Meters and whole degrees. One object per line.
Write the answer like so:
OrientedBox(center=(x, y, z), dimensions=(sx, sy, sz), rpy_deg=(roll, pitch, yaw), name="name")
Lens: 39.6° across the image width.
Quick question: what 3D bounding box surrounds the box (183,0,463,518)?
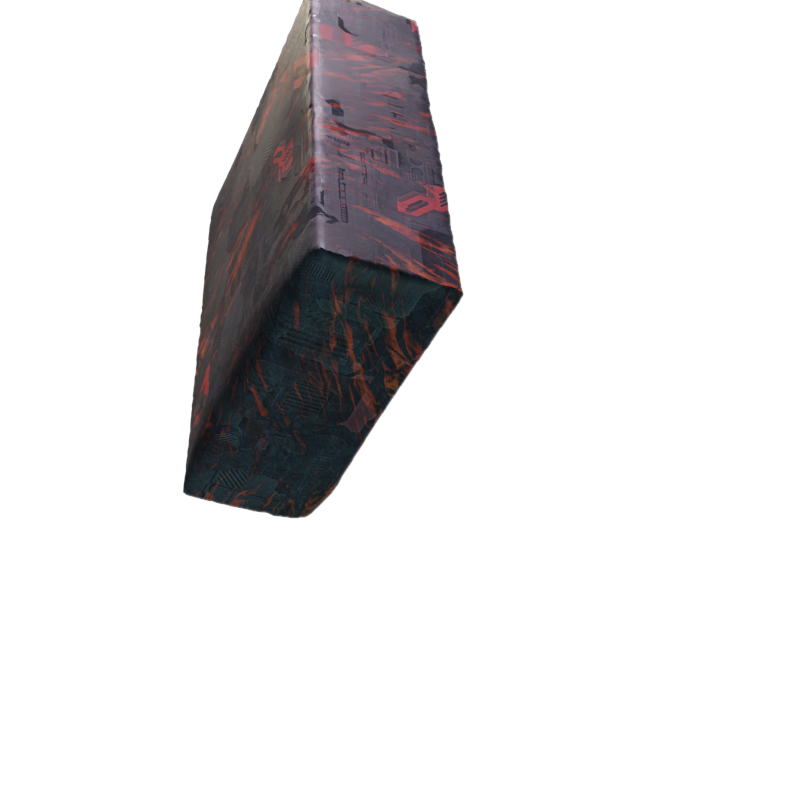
OrientedBox(center=(-0.043, -0.078, 0.544), dimensions=(0.069, 0.230, 0.158), rpy_deg=(17, -49, -19), name="box")
